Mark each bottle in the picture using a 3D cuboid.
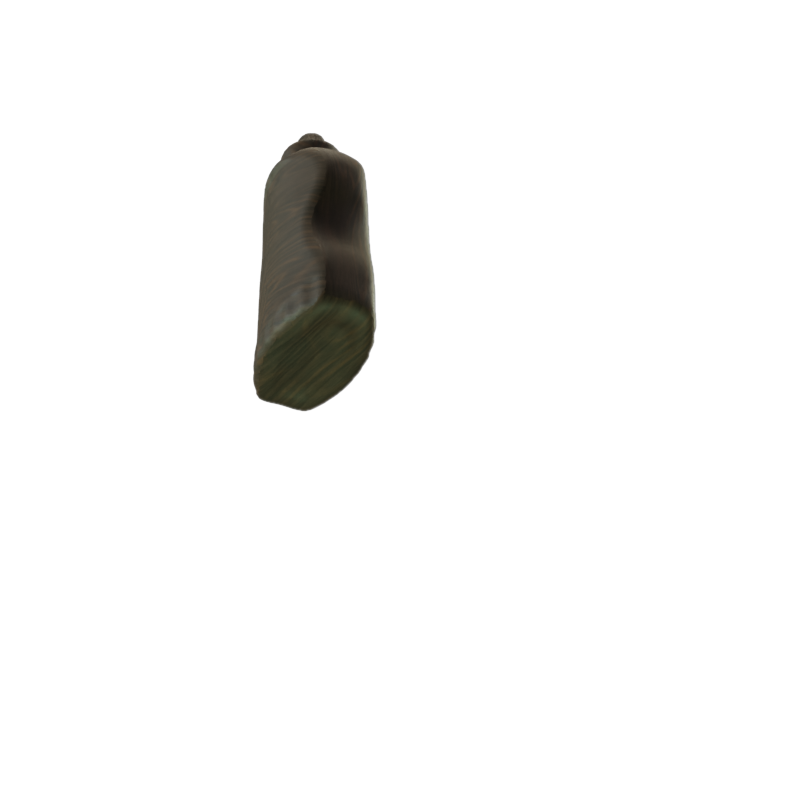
[{"bbox_3d":[-0.053,-0.096,0.668,0.056,0.206,0.092,15,-46,-20],"label":"bottle"}]
